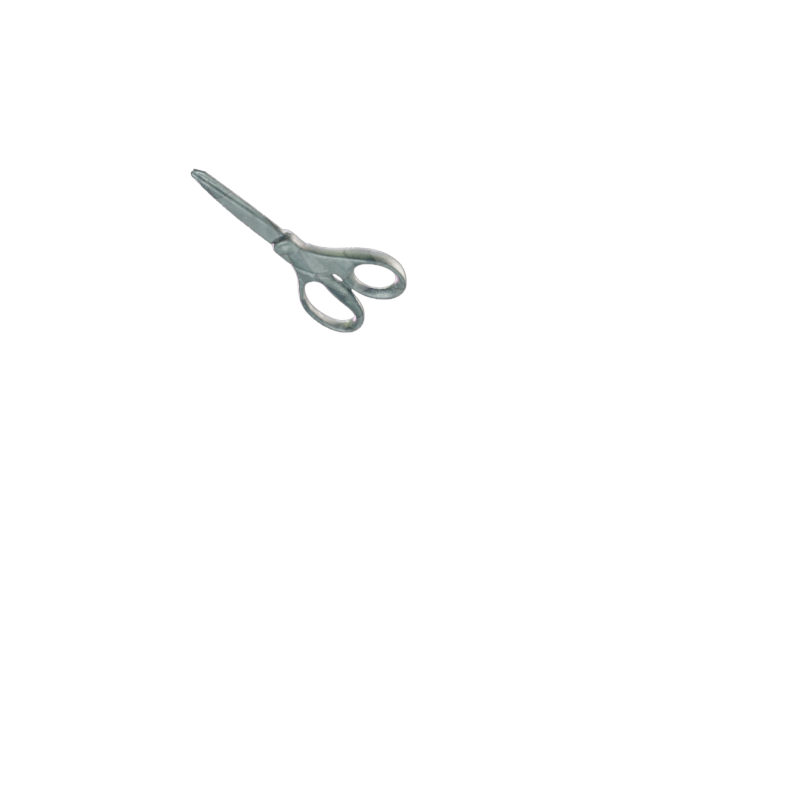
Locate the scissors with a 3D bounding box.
[{"bbox_3d":[-0.065,-0.119,0.833,0.097,0.017,0.186,-17,-44,19],"label":"scissors"}]
